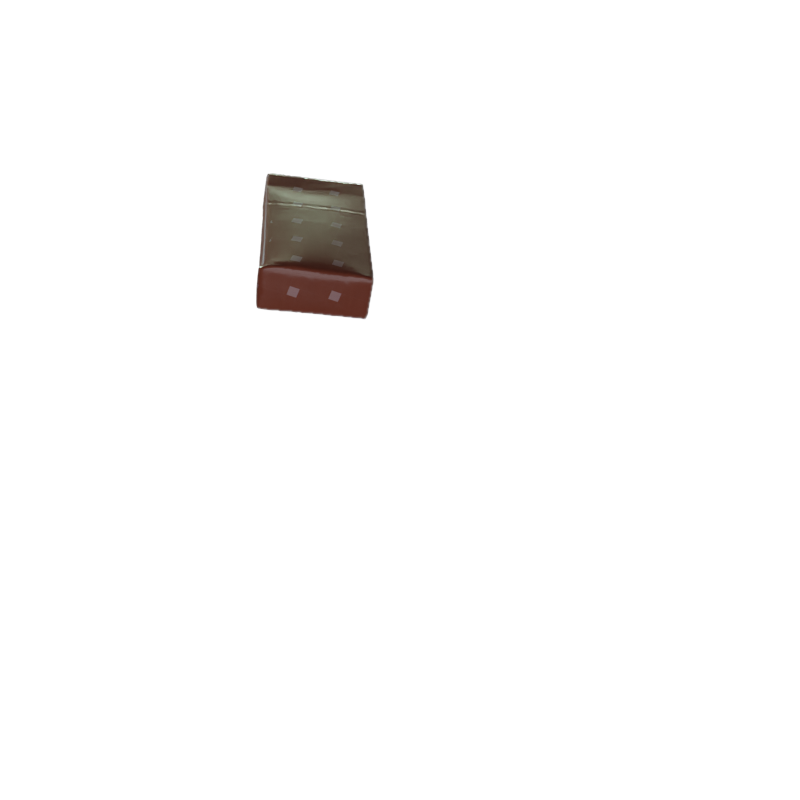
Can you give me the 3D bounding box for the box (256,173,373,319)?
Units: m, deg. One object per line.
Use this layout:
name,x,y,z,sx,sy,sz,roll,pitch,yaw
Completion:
box,-0.075,-0.137,0.959,0.093,0.045,0.187,5,32,-7
